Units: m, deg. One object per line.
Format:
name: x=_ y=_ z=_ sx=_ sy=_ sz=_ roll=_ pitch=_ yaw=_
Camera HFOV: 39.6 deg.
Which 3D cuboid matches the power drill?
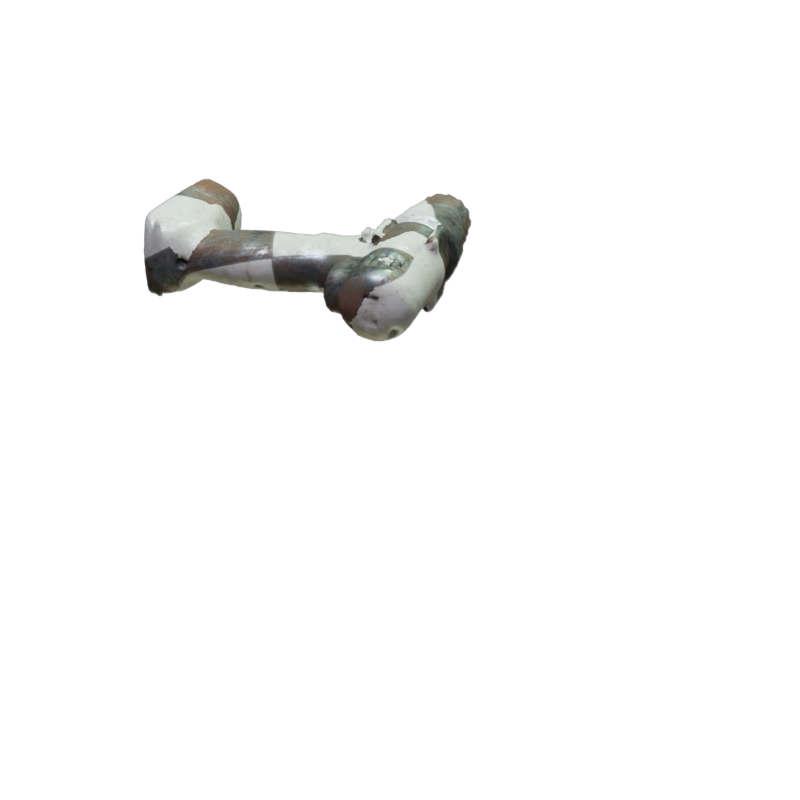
power drill: x=-0.056 y=-0.102 z=0.717 sx=0.193 sy=0.055 sz=0.188 roll=8 pitch=26 yaw=16
